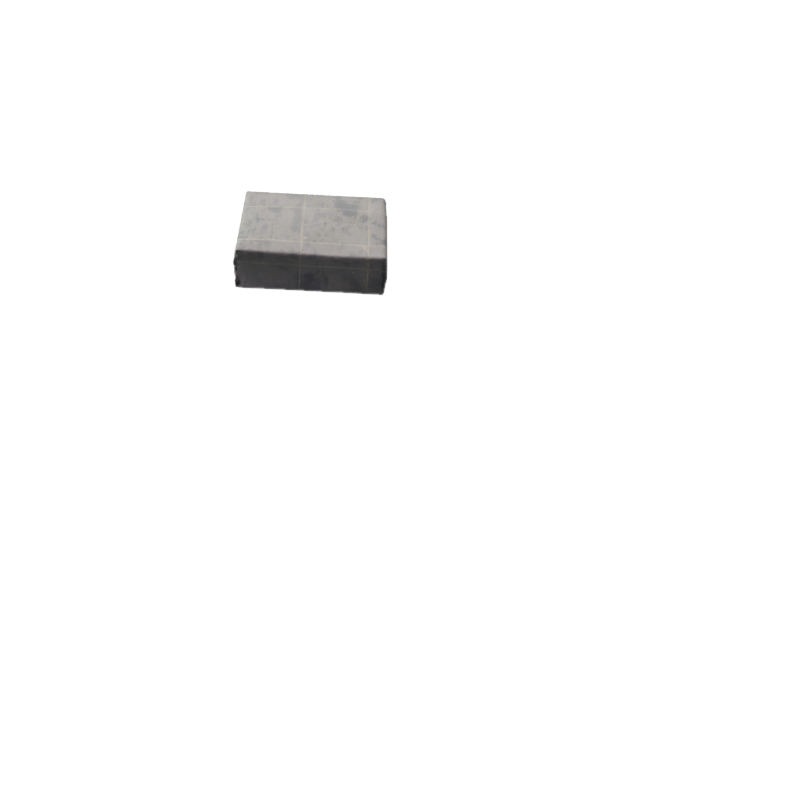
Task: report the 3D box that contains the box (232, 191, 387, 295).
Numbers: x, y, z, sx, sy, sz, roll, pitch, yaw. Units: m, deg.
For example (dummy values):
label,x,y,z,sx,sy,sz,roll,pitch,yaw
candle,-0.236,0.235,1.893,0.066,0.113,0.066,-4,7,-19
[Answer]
label,x,y,z,sx,sy,sz,roll,pitch,yaw
box,-0.066,-0.120,0.840,0.114,0.036,0.096,1,35,1
